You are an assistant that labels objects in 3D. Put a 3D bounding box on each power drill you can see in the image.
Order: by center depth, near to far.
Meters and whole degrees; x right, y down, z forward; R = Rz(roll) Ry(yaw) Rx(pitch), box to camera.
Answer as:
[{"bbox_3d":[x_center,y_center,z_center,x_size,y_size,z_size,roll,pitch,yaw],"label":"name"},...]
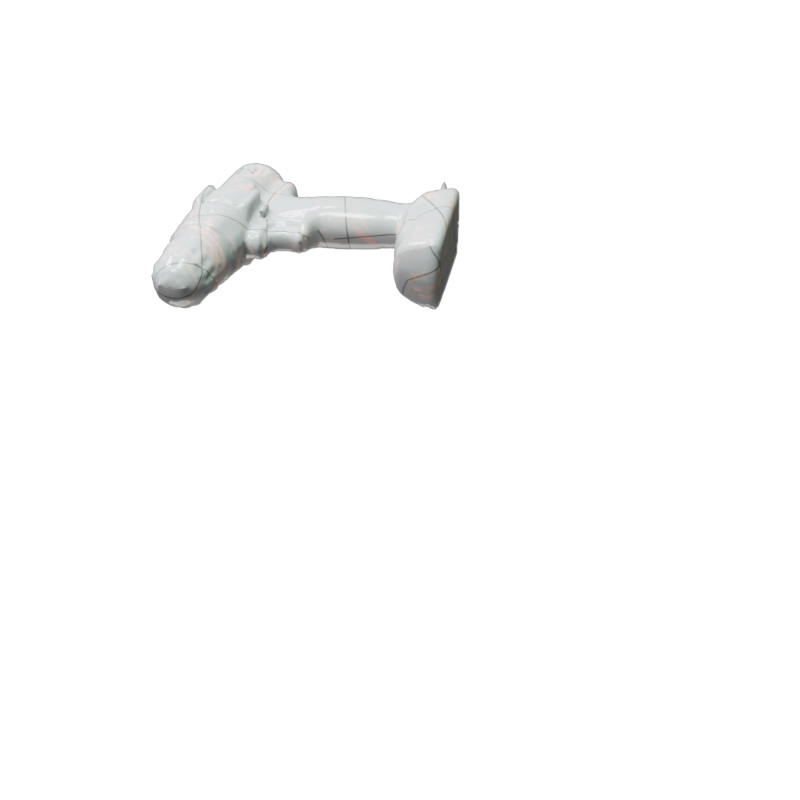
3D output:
[{"bbox_3d":[-0.060,-0.109,0.762,0.192,0.054,0.192,8,34,12],"label":"power drill"}]
